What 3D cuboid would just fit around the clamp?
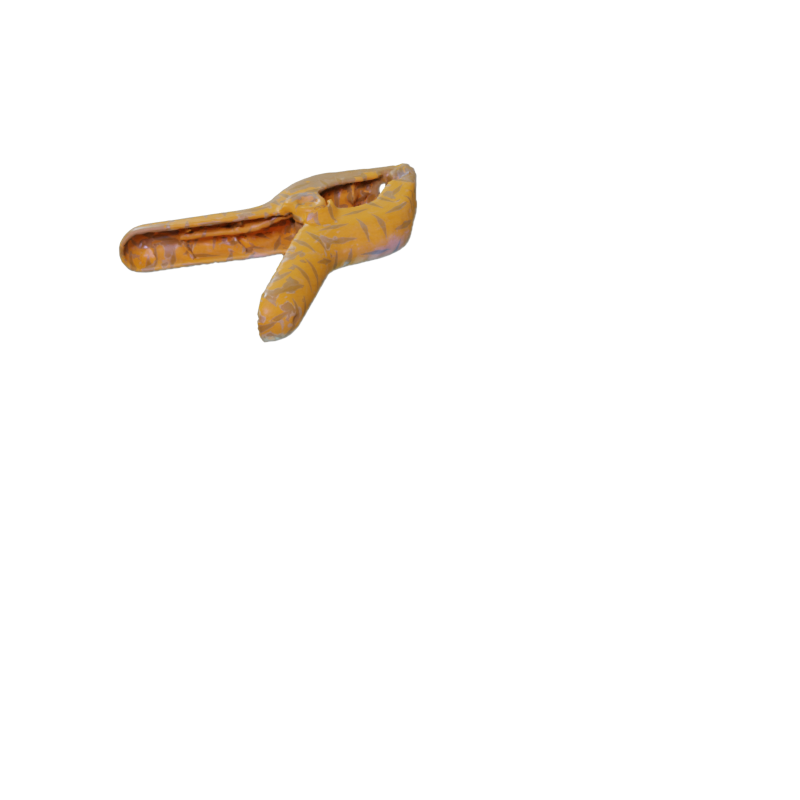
[{"bbox_3d":[-0.045,-0.082,0.574,0.170,0.037,0.129,-26,45,-29],"label":"clamp"}]
